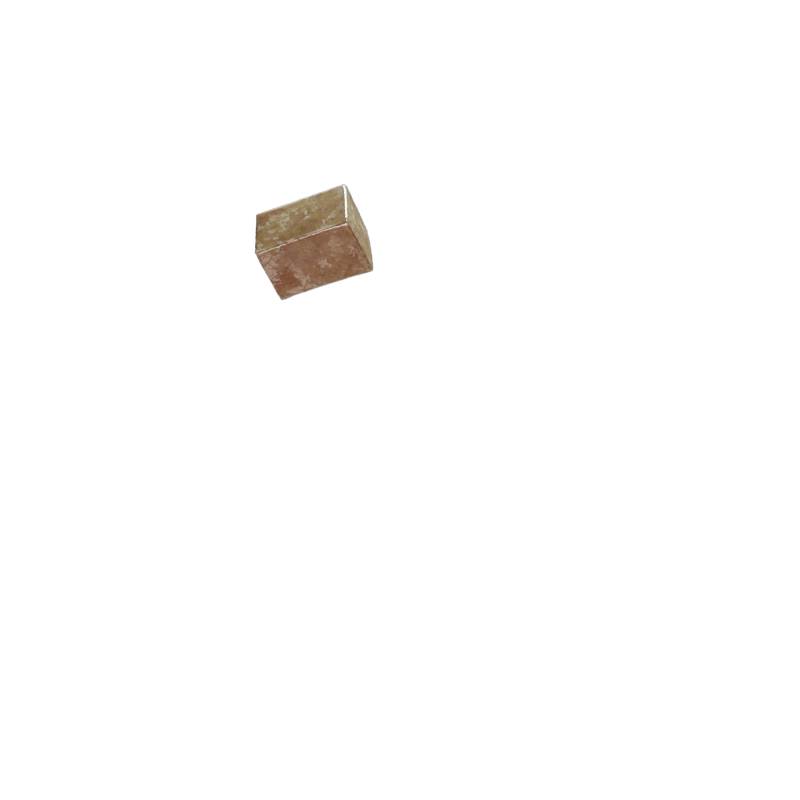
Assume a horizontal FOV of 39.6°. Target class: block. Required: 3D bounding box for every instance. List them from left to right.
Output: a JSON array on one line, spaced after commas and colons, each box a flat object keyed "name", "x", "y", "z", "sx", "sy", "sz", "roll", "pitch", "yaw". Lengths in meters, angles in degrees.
[{"name": "block", "x": -0.066, "y": -0.121, "z": 0.849, "sx": 0.078, "sy": 0.049, "sz": 0.055, "roll": -16, "pitch": 41, "yaw": 13}]
